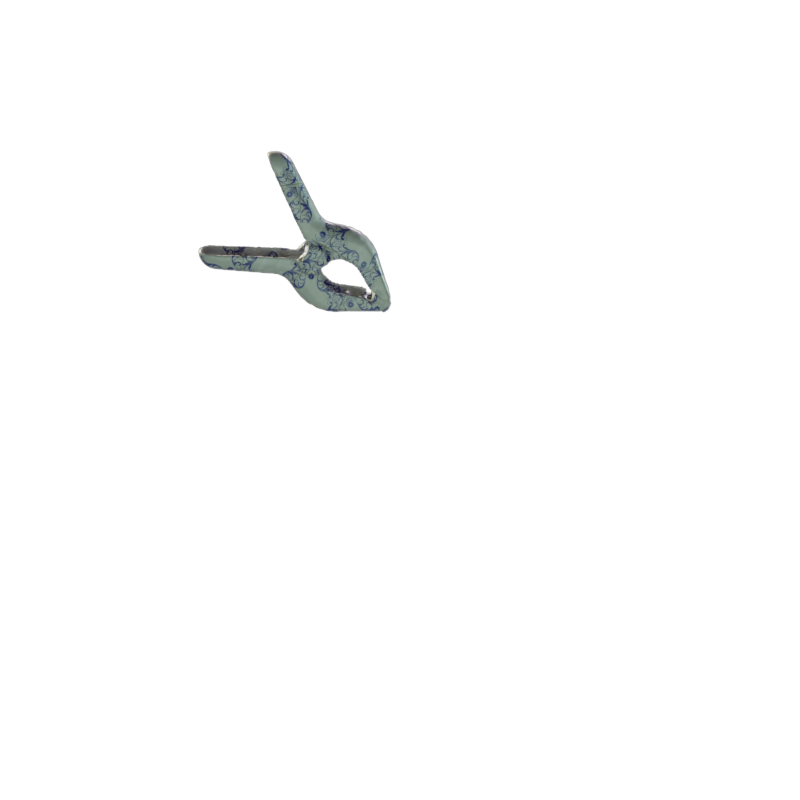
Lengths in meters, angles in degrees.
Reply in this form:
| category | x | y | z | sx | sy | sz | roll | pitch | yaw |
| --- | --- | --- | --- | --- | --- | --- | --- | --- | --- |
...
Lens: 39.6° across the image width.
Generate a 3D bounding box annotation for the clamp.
| category | x | y | z | sx | sy | sz | roll | pitch | yaw |
| --- | --- | --- | --- | --- | --- | --- | --- | --- | --- |
| clamp | -0.075 | -0.137 | 0.958 | 0.167 | 0.116 | 0.042 | 23 | 28 | -14 |
